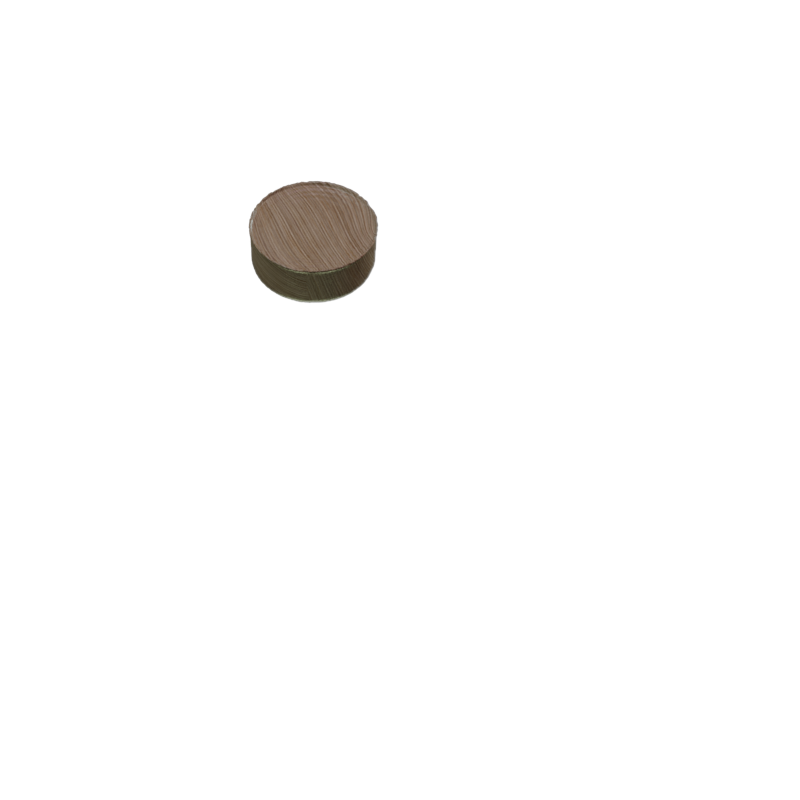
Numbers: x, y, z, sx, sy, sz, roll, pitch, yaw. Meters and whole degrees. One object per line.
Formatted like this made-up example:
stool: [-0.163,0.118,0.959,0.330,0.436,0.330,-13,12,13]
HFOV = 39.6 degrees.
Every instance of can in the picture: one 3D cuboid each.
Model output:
can: [-0.058,-0.106,0.745,0.086,0.092,0.031,-1,-41,-1]
